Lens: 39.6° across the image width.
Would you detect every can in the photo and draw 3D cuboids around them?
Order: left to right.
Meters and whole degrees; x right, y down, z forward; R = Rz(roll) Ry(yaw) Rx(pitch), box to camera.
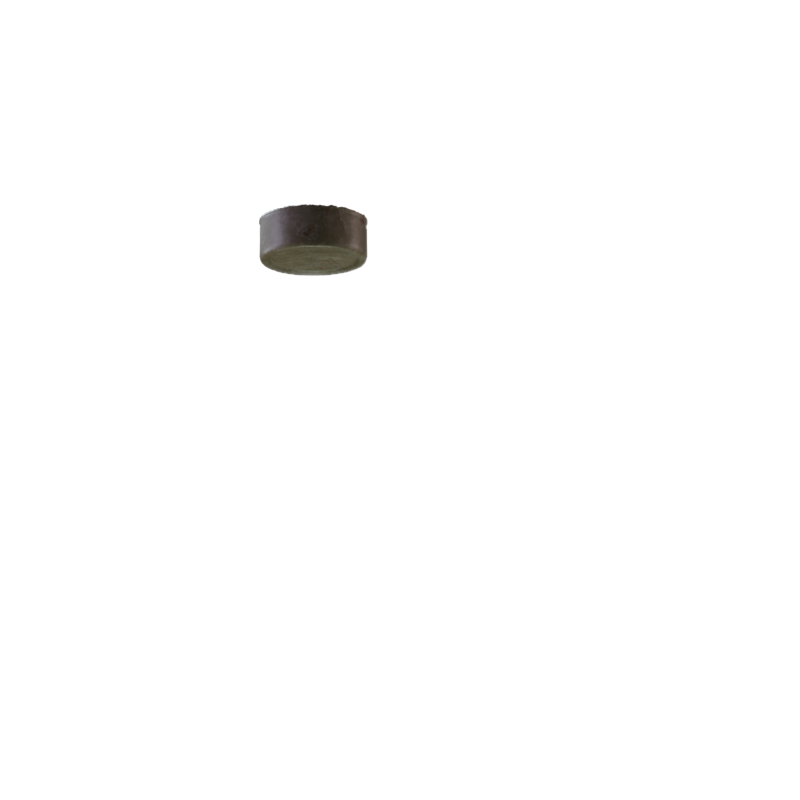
[{"bbox_3d":[-0.068,-0.124,0.869,0.086,0.035,0.083,0,-11,-2],"label":"can"}]
